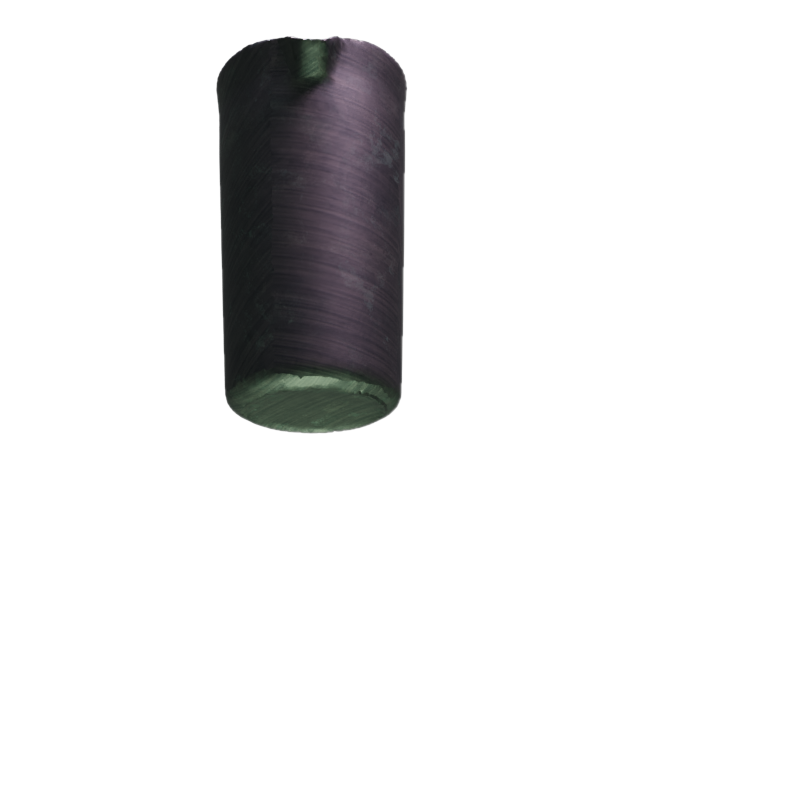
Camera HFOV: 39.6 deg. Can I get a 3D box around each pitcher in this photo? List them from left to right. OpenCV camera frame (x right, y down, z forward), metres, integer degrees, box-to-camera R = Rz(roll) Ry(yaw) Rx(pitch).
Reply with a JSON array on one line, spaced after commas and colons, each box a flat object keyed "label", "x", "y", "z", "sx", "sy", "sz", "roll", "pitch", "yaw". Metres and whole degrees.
[{"label": "pitcher", "x": -0.058, "y": -0.105, "z": 0.735, "sx": 0.146, "sy": 0.257, "sz": 0.140, "roll": -20, "pitch": -30, "yaw": 36}]
